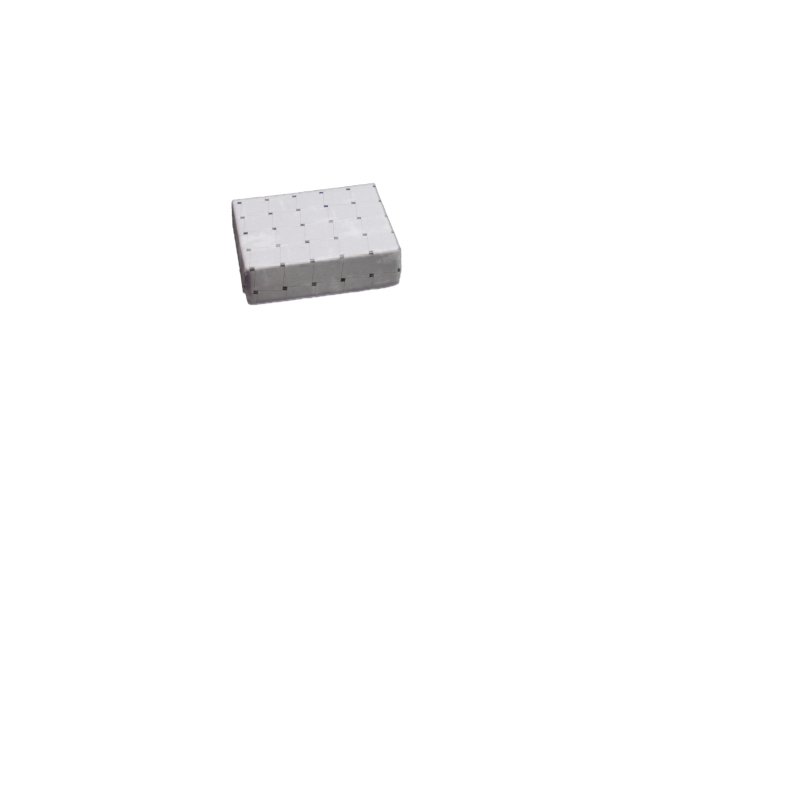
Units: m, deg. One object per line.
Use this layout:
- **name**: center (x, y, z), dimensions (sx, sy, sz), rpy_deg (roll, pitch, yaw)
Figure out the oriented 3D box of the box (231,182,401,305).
- **box**: center (-0.063, -0.115, 0.807), dimensions (0.112, 0.036, 0.097), rpy_deg (-7, 41, -9)
